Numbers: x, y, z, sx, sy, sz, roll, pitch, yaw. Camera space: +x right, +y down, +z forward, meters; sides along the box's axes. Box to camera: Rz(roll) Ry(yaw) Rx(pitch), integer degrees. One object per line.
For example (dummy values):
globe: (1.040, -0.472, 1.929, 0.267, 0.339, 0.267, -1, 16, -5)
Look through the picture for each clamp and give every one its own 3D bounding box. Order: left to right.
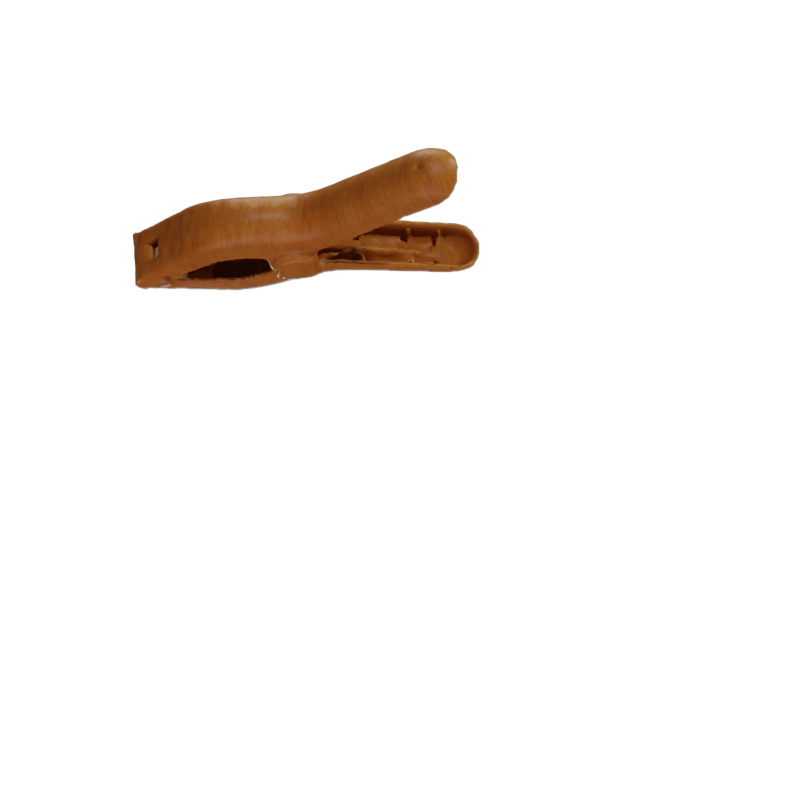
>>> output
clamp: (-0.042, -0.077, 0.540, 0.174, 0.041, 0.112, -6, -19, 19)
